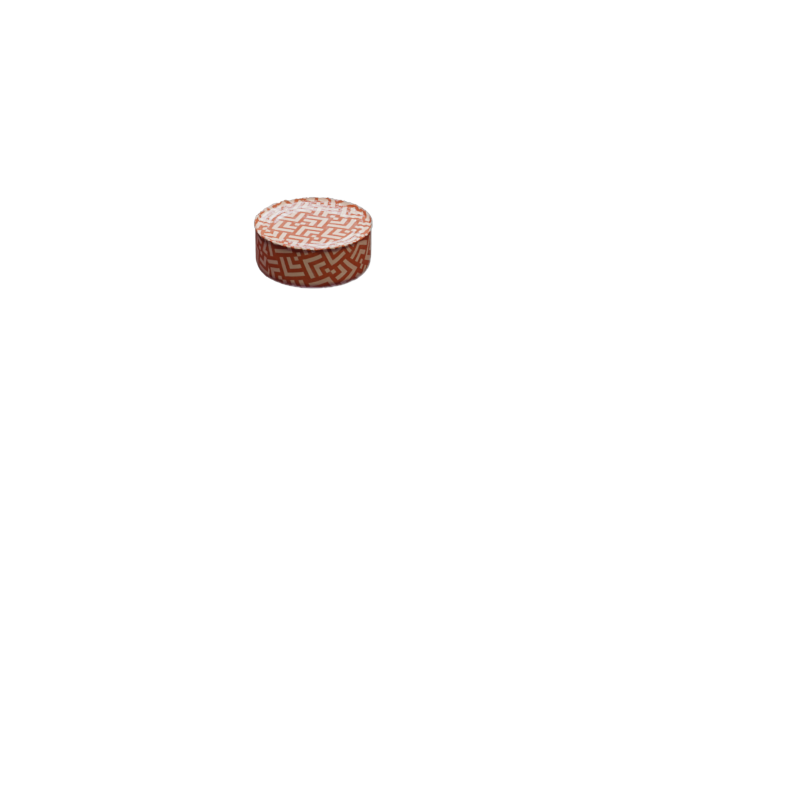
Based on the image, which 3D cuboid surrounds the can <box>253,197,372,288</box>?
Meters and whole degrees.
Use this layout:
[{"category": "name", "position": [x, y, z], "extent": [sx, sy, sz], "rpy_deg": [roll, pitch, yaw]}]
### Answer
[{"category": "can", "position": [-0.063, -0.115, 0.805], "extent": [0.086, 0.032, 0.091], "rpy_deg": [-1, 32, -2]}]
